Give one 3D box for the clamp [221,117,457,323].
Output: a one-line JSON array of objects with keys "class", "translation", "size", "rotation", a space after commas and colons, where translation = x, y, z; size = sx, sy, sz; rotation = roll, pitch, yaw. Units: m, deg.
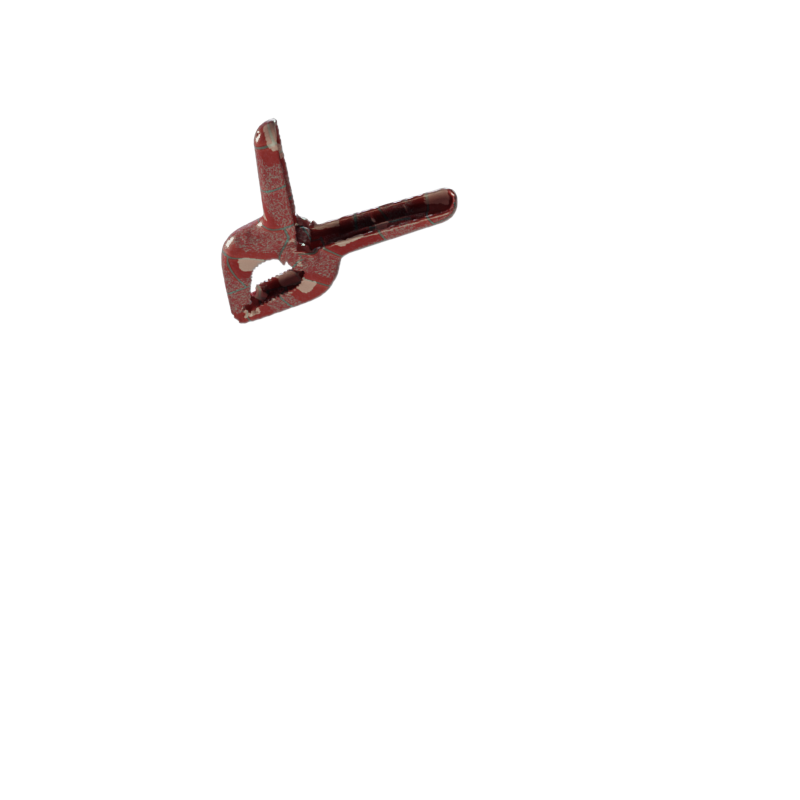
[{"class": "clamp", "translation": [-0.067, -0.122, 0.852], "size": [0.159, 0.039, 0.203], "rotation": [15, -38, -21]}]
